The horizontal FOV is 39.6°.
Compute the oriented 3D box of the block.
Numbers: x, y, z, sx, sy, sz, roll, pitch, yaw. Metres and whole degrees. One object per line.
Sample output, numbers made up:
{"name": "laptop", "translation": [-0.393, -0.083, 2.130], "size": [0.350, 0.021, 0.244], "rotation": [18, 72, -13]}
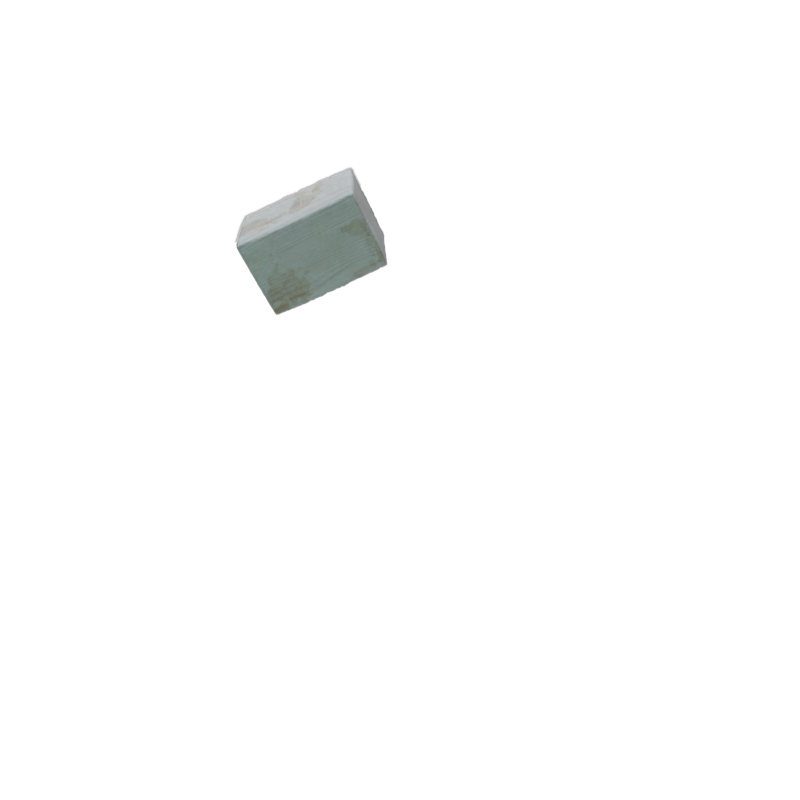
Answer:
{"name": "block", "translation": [-0.053, -0.097, 0.681], "size": [0.078, 0.050, 0.054], "rotation": [-23, 23, 8]}
